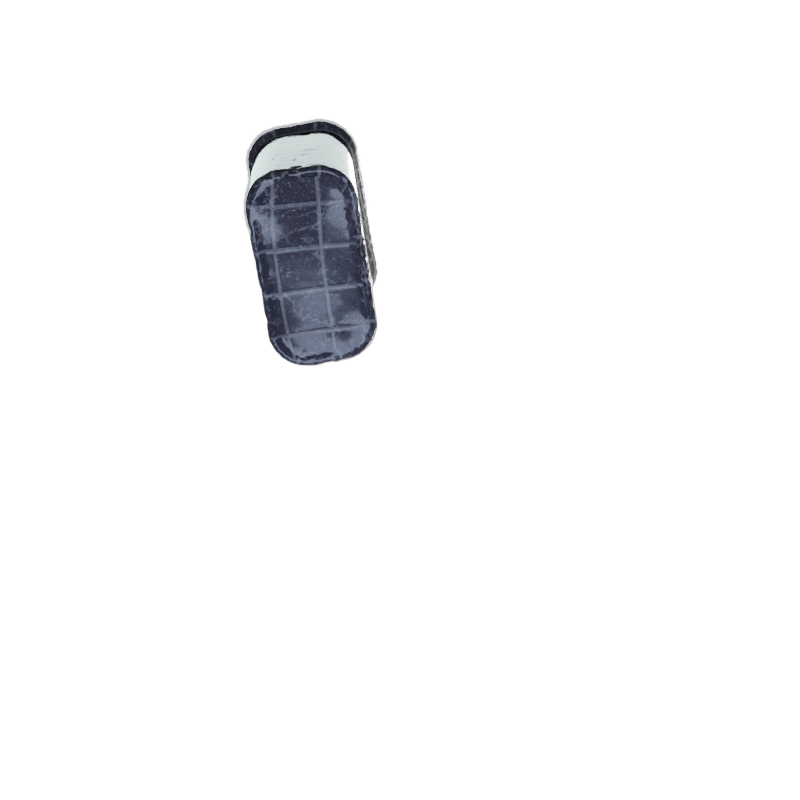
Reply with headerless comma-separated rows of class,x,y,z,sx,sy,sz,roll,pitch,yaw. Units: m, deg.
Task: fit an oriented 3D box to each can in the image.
can,-0.043,-0.078,0.547,0.057,0.097,0.088,-9,22,1
